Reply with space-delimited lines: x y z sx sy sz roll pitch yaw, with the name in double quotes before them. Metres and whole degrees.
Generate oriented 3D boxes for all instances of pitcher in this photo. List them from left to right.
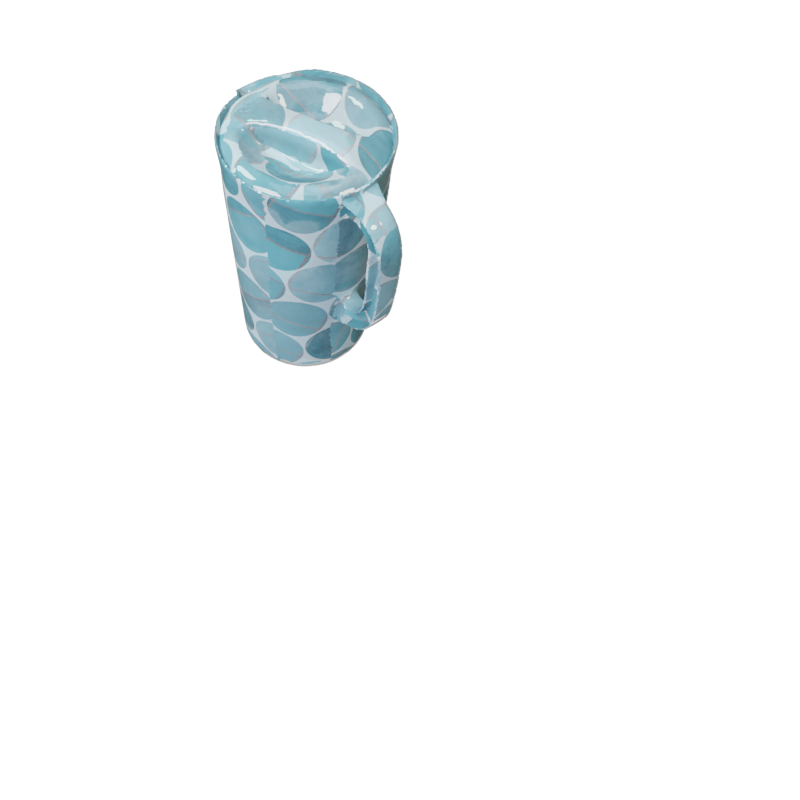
"pitcher" -0.069 -0.125 0.879 0.146 0.158 0.227 8 -35 2
